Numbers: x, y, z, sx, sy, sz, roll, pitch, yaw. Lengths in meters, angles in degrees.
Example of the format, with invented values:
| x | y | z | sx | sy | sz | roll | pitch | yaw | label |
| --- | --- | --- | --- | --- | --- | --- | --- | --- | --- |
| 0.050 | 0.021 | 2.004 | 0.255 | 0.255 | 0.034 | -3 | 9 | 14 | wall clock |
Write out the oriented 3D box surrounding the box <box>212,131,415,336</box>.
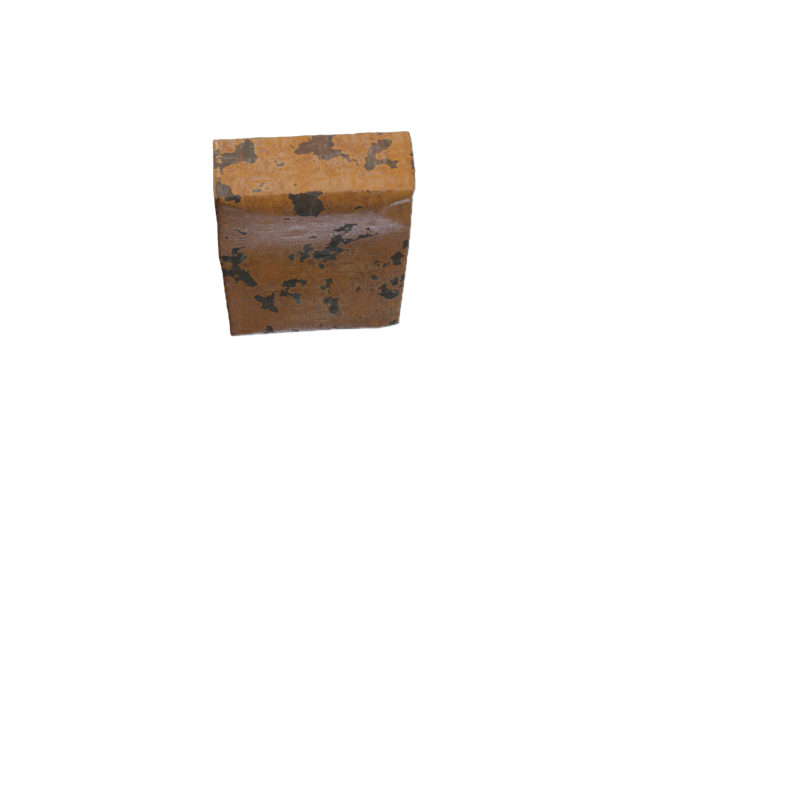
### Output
| x | y | z | sx | sy | sz | roll | pitch | yaw | label |
| --- | --- | --- | --- | --- | --- | --- | --- | --- | --- |
| -0.076 | -0.139 | 0.974 | 0.163 | 0.077 | 0.201 | -3 | -29 | -4 | box |
